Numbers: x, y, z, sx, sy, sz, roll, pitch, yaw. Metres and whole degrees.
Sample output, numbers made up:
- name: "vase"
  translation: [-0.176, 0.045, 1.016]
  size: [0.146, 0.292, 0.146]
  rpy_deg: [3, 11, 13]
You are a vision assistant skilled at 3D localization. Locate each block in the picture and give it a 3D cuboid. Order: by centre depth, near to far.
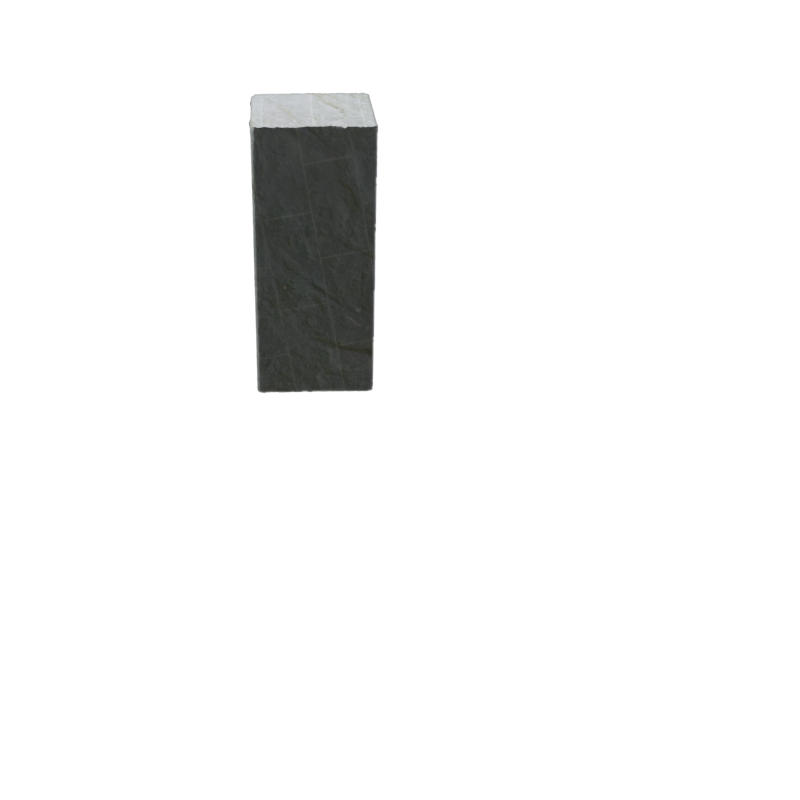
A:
- name: "block"
  translation: [-0.066, -0.119, 0.830]
  size: [0.090, 0.196, 0.096]
  rpy_deg: [-1, 25, -5]
